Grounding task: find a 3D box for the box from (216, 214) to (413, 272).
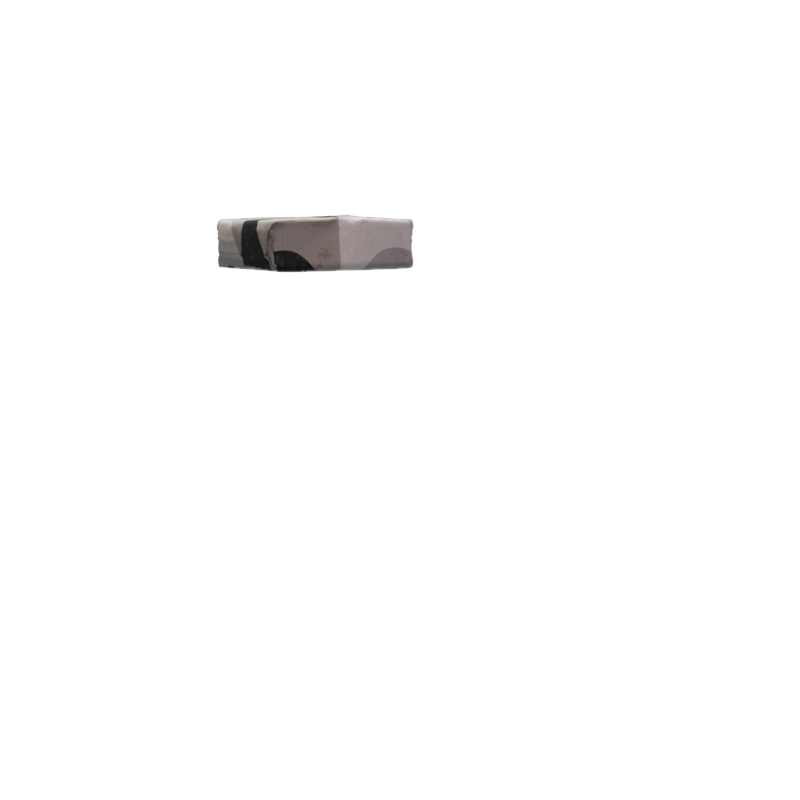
[{"bbox_3d":[-0.049,-0.089,0.621,0.087,0.030,0.076,-5,10,-29],"label":"box"}]
